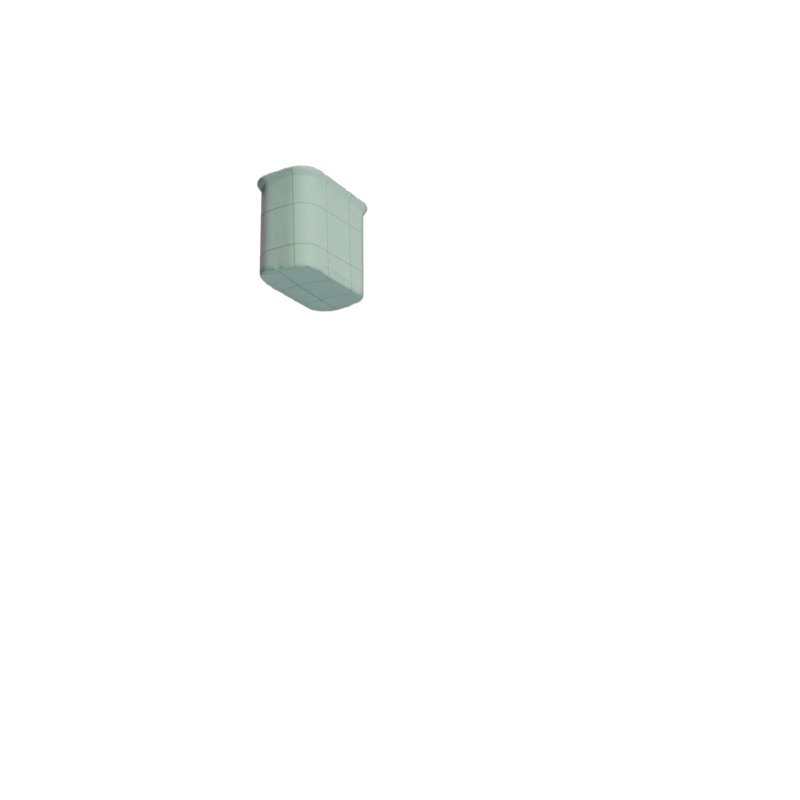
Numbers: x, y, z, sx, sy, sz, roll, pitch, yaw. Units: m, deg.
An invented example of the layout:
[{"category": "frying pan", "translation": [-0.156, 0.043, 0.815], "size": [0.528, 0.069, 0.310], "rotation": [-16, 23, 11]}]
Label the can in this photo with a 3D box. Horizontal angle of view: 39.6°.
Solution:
[{"category": "can", "translation": [-0.069, -0.126, 0.883], "size": [0.058, 0.088, 0.095], "rotation": [-14, -24, 29]}]
